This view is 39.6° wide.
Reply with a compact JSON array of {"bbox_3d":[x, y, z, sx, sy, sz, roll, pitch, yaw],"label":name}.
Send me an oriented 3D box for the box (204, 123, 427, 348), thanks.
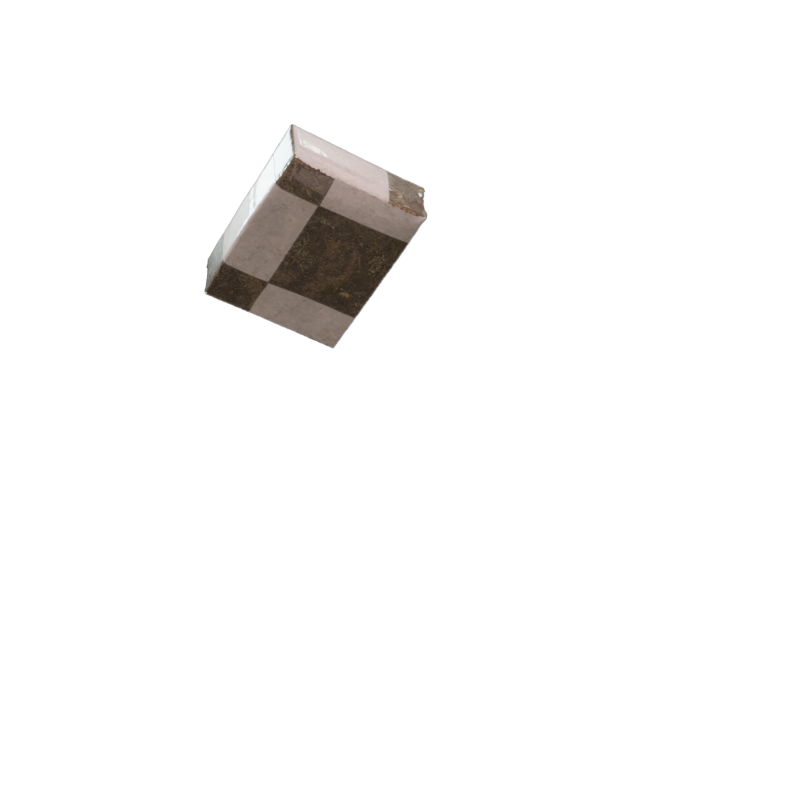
[{"bbox_3d":[-0.051,-0.093,0.649,0.086,0.110,0.042,24,35,-20],"label":"box"}]
